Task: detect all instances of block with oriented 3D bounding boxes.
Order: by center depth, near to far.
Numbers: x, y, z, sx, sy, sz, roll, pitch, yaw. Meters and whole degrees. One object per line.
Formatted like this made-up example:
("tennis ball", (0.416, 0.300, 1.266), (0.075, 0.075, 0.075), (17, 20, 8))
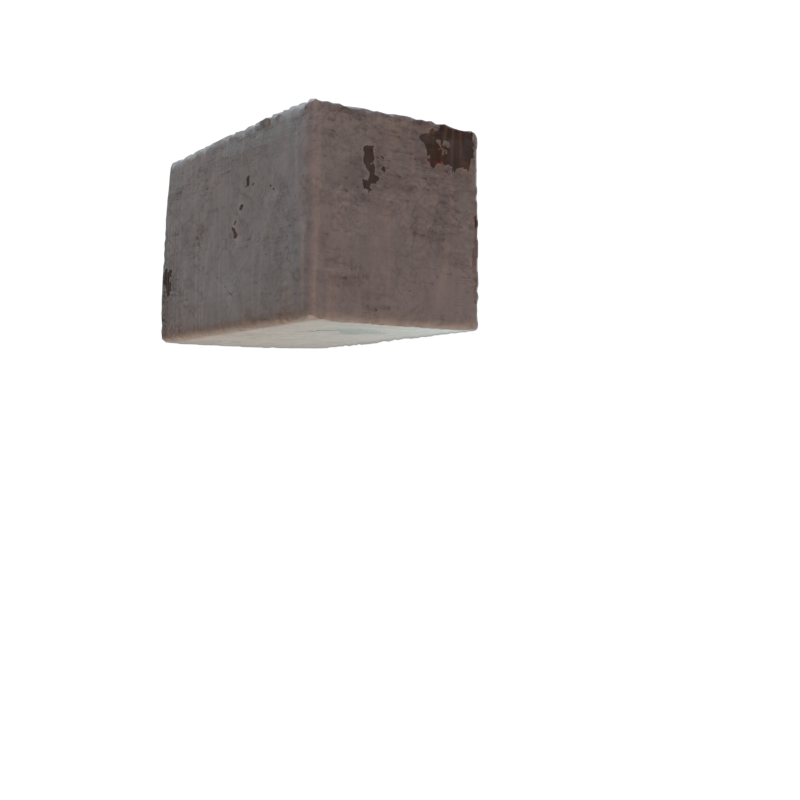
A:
("block", (-0.023, -0.042, 0.294), (0.050, 0.052, 0.080), (4, -6, -36))
